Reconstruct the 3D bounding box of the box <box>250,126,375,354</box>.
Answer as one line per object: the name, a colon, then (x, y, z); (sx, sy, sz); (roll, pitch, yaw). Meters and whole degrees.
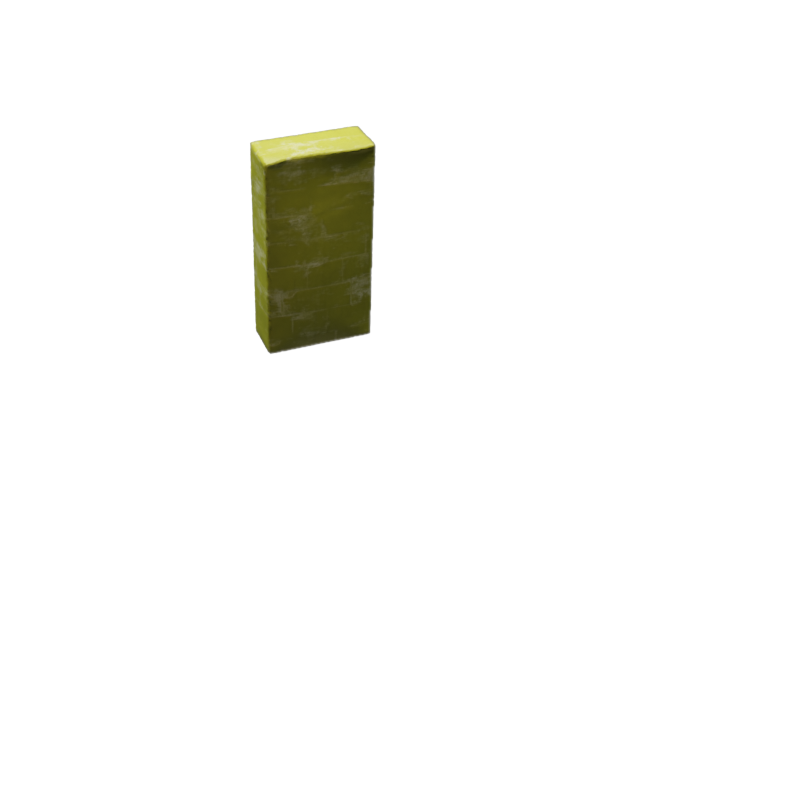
box: (-0.070, -0.127, 0.892); (0.092, 0.165, 0.052); (-12, 37, -19)
